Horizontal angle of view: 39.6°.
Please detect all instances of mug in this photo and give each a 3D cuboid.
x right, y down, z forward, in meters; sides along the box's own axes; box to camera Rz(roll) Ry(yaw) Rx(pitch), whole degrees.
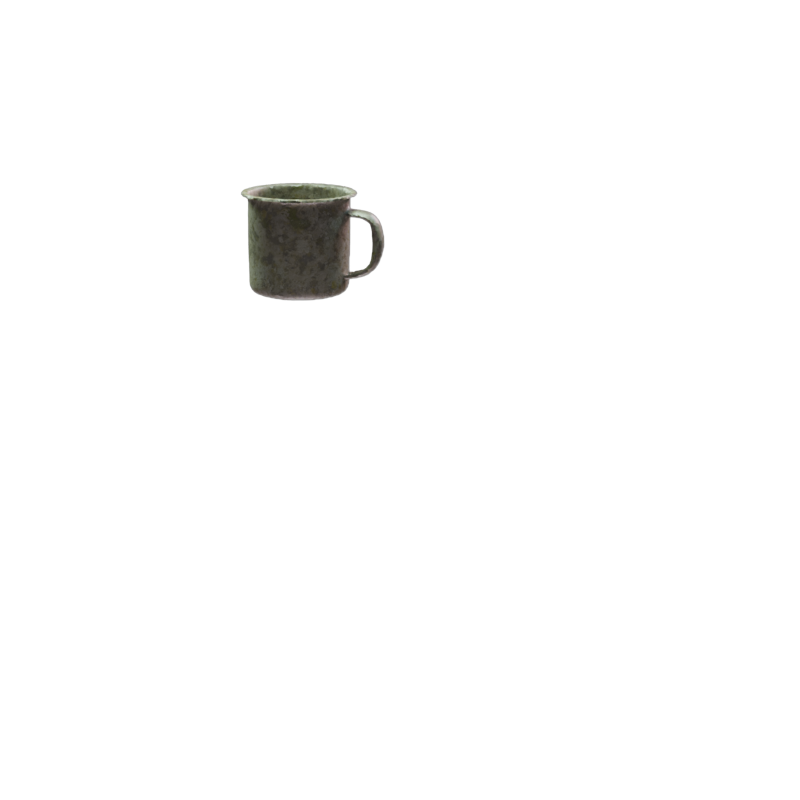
[{"bbox_3d":[-0.070,-0.127,0.888,0.120,0.079,0.094,5,16,15],"label":"mug"}]
